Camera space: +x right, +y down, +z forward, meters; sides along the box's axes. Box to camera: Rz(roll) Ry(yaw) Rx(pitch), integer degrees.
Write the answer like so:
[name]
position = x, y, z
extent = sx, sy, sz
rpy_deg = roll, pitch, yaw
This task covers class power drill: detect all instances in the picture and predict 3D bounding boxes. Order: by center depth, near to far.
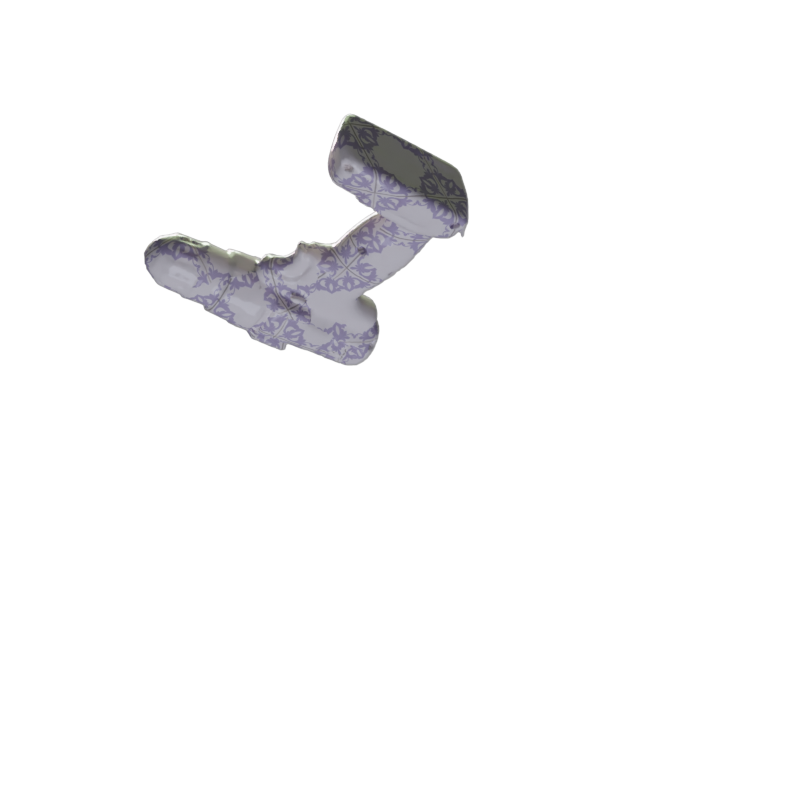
[power drill]
position = -0.059, -0.108, 0.757
extent = 0.176, 0.062, 0.183
rpy_deg = 22, -44, -26
